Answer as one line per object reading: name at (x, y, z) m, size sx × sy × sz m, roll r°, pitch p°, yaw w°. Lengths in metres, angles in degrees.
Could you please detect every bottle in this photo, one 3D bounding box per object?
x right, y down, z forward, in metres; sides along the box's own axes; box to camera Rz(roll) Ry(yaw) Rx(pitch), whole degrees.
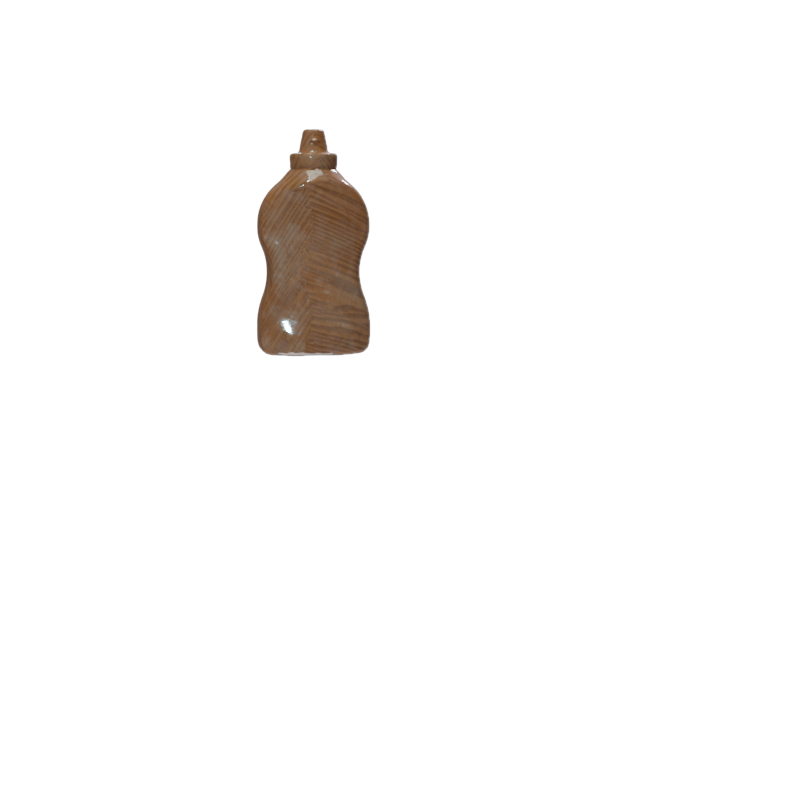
bottle at (-0.075, -0.136, 0.953) m, size 0.095 × 0.191 × 0.059 m, roll 0°, pitch 3°, yaw -9°
